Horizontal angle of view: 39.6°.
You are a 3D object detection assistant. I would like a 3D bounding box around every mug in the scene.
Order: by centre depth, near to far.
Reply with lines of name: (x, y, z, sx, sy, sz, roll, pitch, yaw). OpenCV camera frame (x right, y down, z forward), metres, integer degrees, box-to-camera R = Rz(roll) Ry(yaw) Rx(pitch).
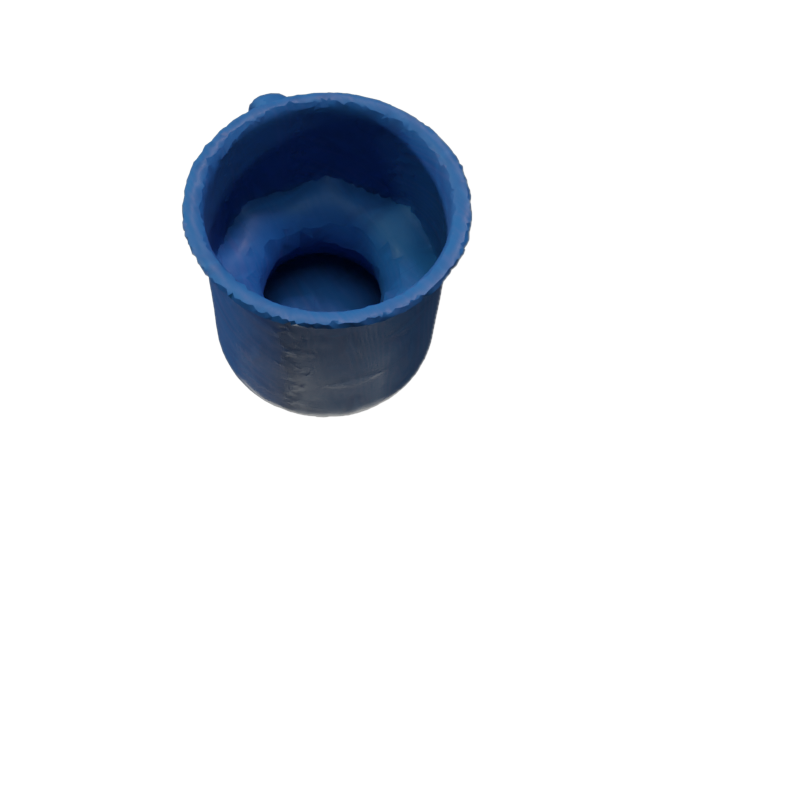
mug: (-0.031, -0.056, 0.394, 0.093, 0.126, 0.076, -20, -28, -13)
